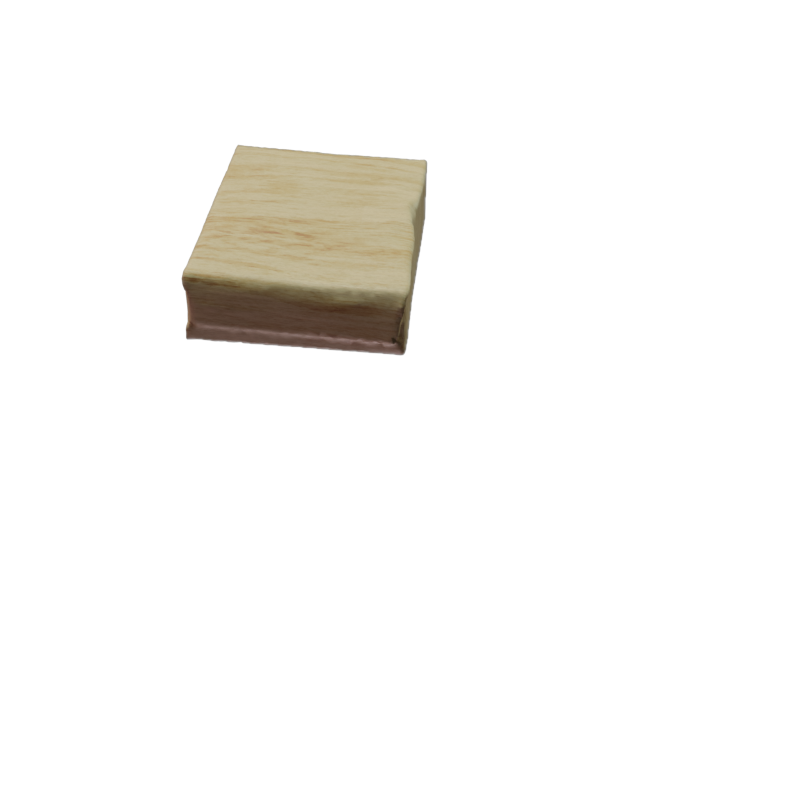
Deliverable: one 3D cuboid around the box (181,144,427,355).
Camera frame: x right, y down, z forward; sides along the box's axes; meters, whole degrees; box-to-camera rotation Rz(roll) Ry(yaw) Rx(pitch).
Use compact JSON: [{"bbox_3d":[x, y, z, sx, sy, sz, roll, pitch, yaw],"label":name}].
[{"bbox_3d":[-0.030,-0.055,0.386,0.074,0.028,0.094,4,38,5],"label":"box"}]
